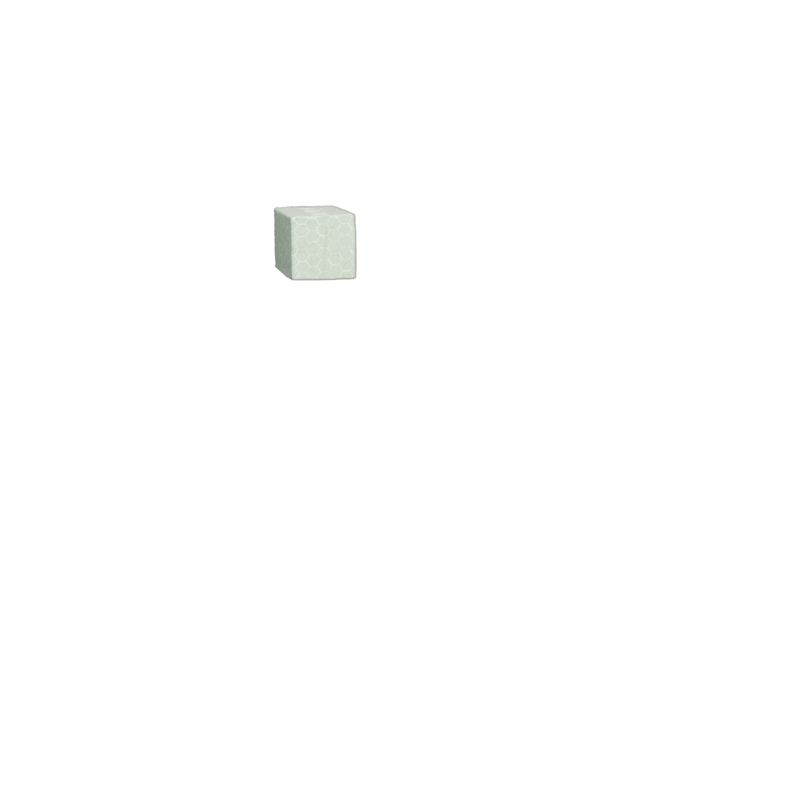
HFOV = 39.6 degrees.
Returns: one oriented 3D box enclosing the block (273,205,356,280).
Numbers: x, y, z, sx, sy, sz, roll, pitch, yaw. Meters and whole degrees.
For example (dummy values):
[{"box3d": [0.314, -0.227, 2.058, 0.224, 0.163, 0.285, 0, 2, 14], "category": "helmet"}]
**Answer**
[{"box3d": [-0.070, -0.127, 0.890, 0.052, 0.050, 0.081, -3, 13, -16], "category": "block"}]
